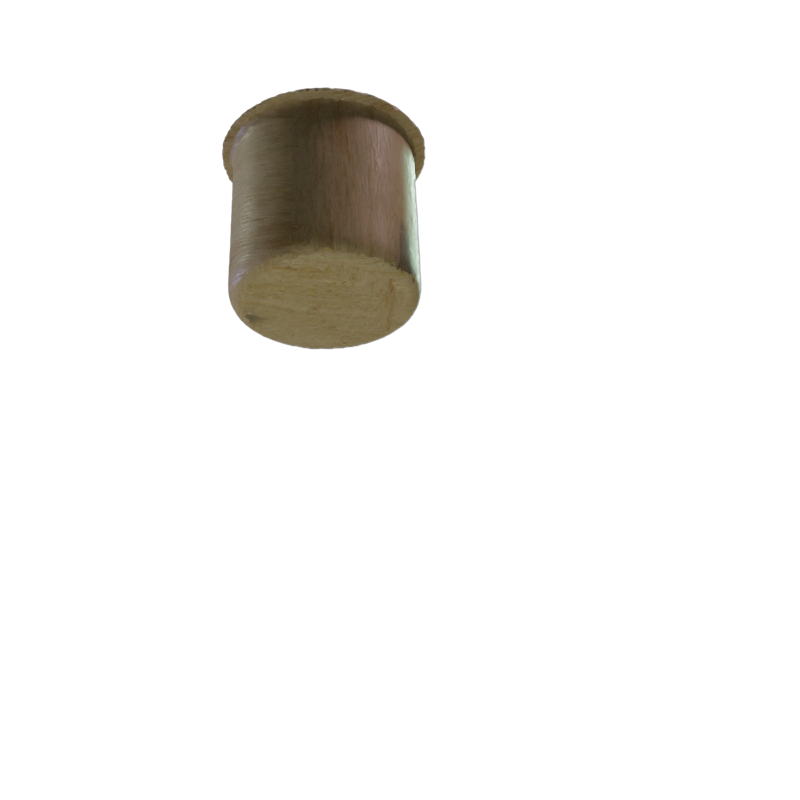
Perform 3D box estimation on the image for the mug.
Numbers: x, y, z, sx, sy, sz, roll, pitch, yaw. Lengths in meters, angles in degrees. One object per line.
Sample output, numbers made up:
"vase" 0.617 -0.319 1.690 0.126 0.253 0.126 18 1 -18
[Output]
"mug" -0.039 -0.070 0.494 0.090 0.087 0.114 13 -33 -23
